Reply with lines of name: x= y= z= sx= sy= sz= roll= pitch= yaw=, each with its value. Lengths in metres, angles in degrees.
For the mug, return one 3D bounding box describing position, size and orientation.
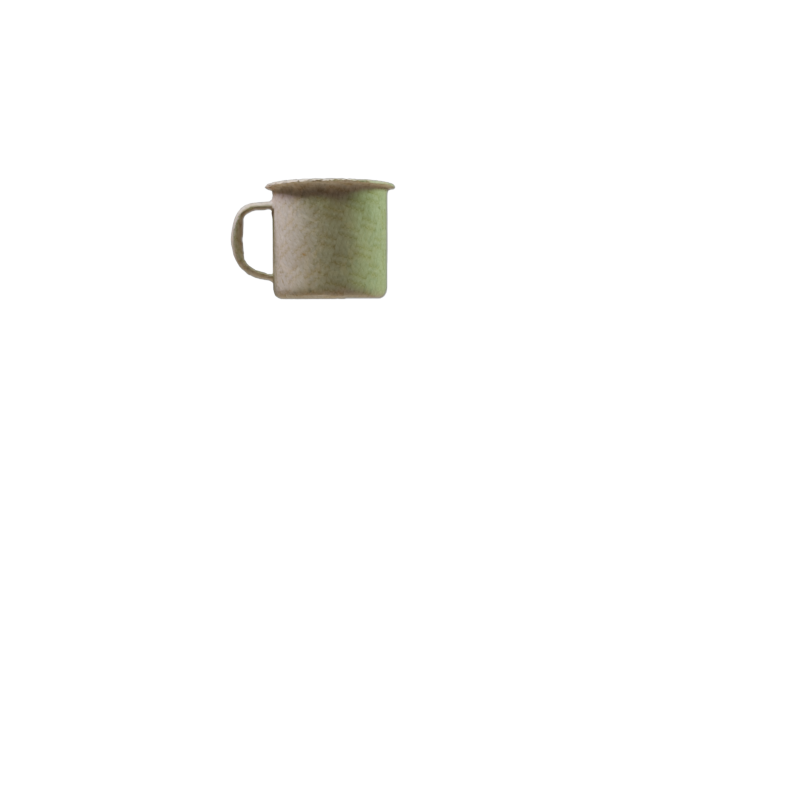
mug: x=-0.062 y=-0.113 z=0.789 sx=0.116 sy=0.082 sz=0.094 roll=0 pitch=1 yaw=-8
